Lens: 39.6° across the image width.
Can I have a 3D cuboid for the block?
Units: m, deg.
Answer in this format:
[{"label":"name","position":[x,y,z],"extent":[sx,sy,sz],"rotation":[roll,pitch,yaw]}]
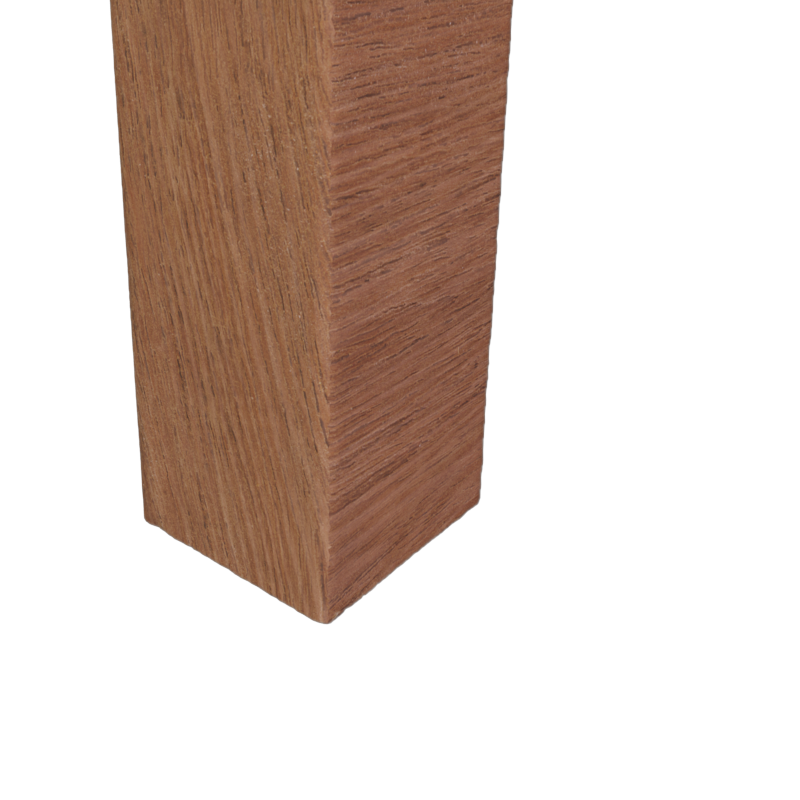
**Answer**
[{"label":"block","position":[-0.029,-0.052,0.360],"extent":[0.095,0.196,0.090],"rotation":[19,30,34]}]
